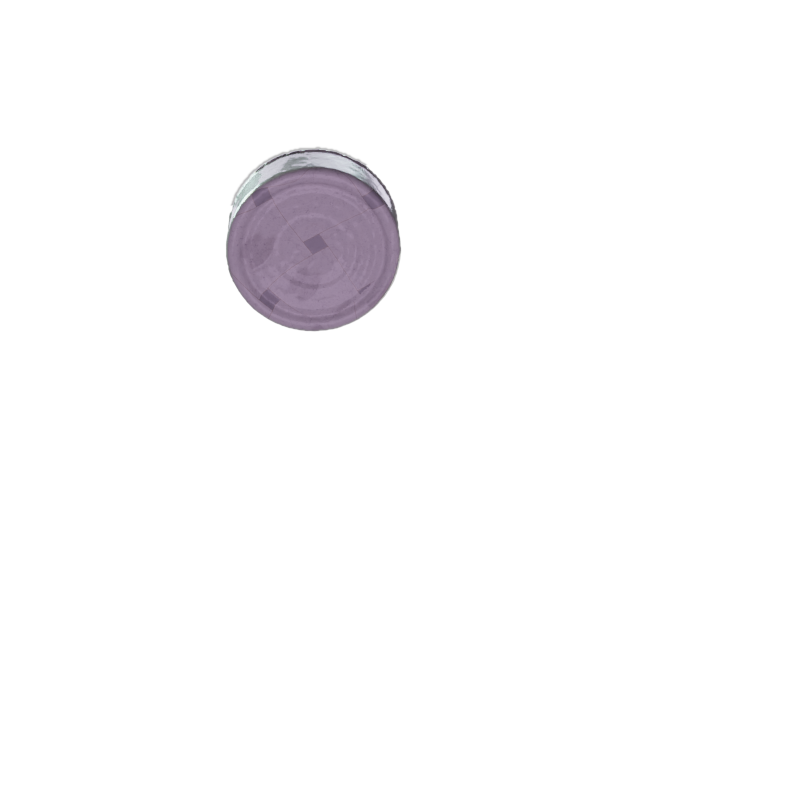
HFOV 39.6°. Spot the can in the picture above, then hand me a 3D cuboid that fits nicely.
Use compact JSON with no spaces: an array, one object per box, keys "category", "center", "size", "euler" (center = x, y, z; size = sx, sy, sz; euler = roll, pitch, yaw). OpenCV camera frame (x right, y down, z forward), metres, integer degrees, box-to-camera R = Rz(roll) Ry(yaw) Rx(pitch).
[{"category":"can","center":[-0.043,-0.078,0.545],"size":[0.086,0.082,0.035],"euler":[1,23,-1]}]
